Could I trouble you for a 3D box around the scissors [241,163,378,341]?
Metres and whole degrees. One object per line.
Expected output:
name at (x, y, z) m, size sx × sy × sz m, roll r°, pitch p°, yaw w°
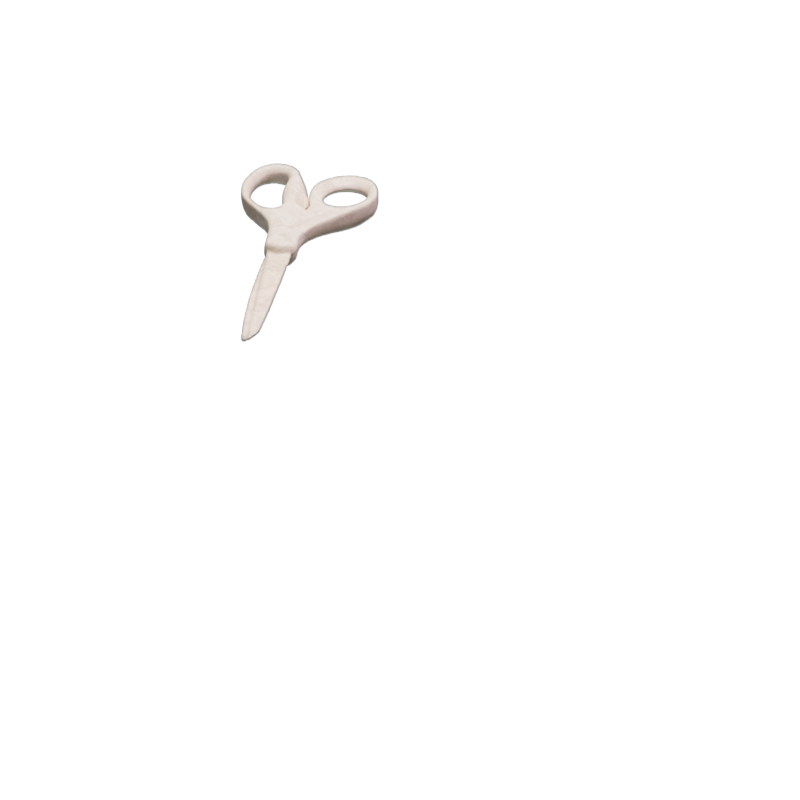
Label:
scissors at (-0.051, -0.093, 0.651) m, size 0.095 × 0.015 × 0.216 m, roll -5°, pitch 35°, yaw -8°
